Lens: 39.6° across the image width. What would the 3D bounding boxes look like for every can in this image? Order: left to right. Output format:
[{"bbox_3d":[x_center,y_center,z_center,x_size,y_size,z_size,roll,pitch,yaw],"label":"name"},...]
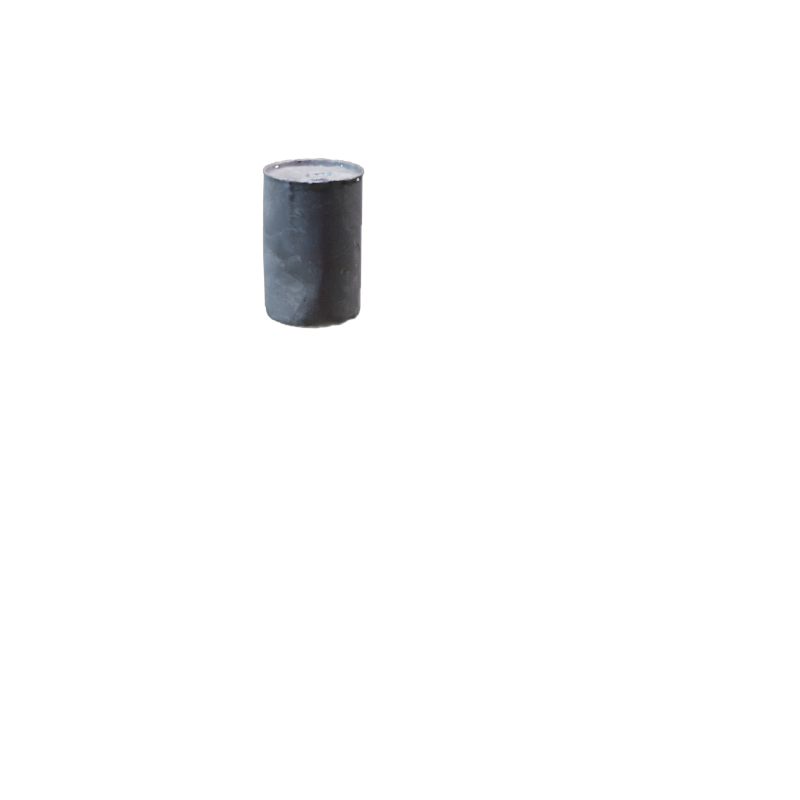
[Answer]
[{"bbox_3d":[-0.059,-0.108,0.754,0.068,0.098,0.072,0,19,-2],"label":"can"}]
